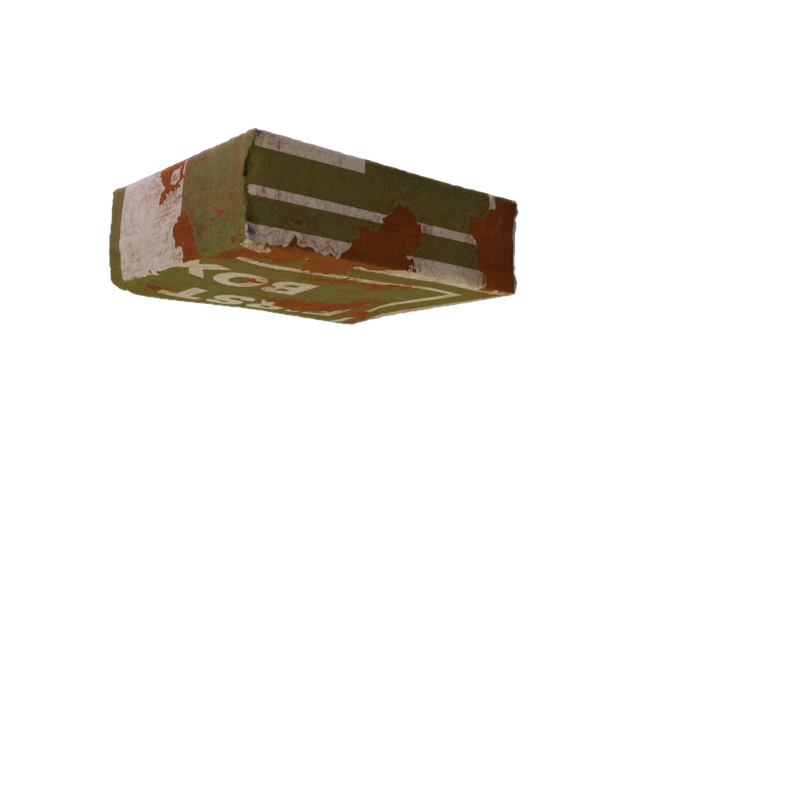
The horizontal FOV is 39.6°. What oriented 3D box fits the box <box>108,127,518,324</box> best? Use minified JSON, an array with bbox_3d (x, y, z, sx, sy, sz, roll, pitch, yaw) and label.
[{"bbox_3d":[-0.030,-0.054,0.380,0.108,0.040,0.092,5,-9,-39],"label":"box"}]
